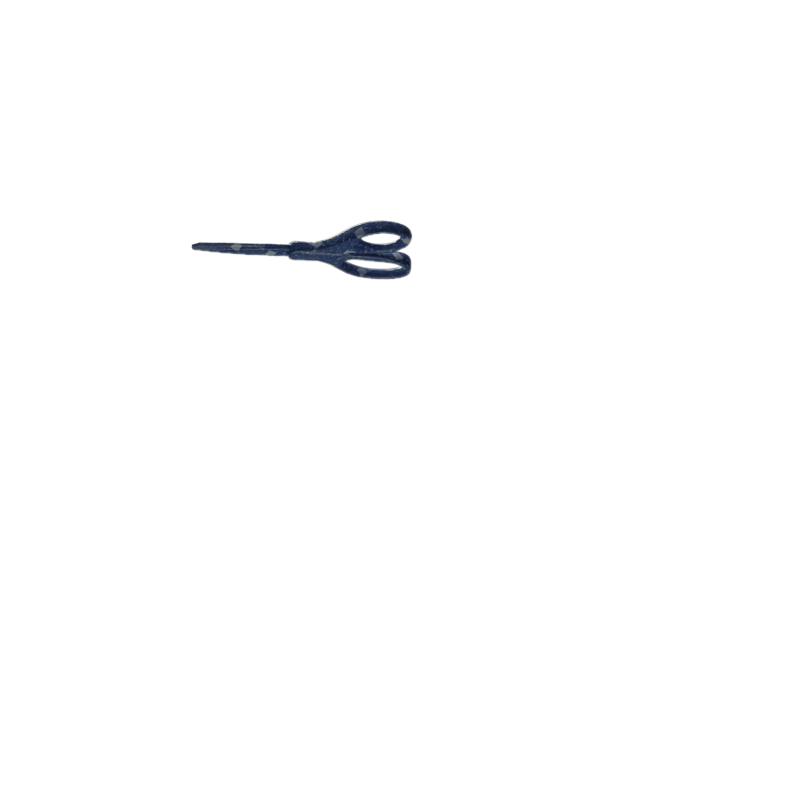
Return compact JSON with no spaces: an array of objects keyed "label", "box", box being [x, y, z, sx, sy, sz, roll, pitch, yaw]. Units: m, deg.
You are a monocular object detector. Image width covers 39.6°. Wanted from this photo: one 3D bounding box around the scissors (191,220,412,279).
[{"label":"scissors","box":[-0.078,-0.142,0.994,0.196,0.017,0.093,9,-27,-18]}]
